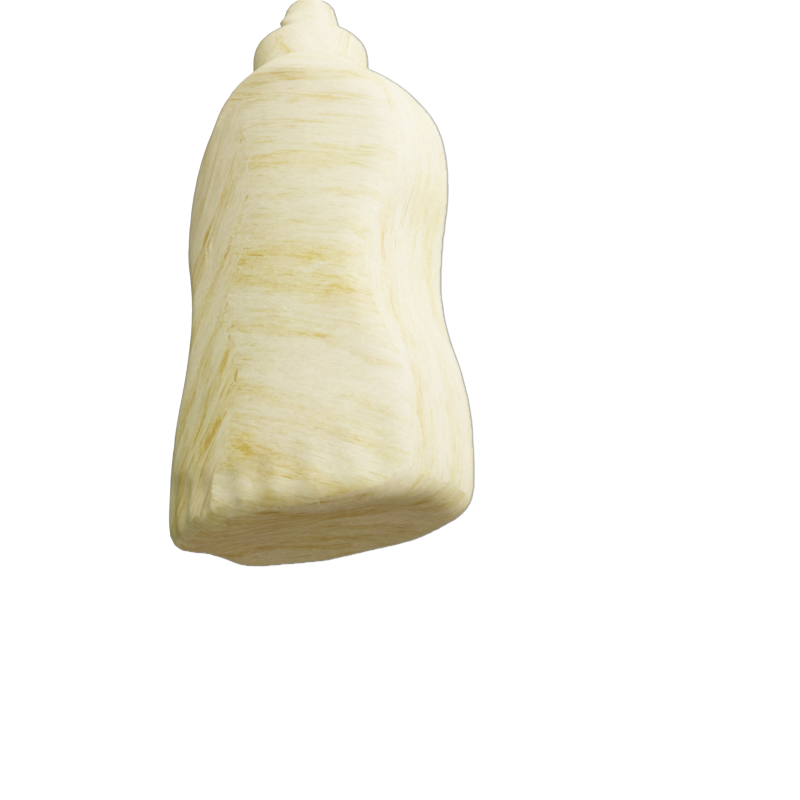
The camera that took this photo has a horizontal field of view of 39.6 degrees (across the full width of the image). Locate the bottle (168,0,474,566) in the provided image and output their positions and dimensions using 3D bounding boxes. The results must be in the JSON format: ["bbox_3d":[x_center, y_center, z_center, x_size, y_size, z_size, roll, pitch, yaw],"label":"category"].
[{"bbox_3d":[-0.028,-0.051,0.358,0.096,0.203,0.055,-24,-34,36],"label":"bottle"}]
